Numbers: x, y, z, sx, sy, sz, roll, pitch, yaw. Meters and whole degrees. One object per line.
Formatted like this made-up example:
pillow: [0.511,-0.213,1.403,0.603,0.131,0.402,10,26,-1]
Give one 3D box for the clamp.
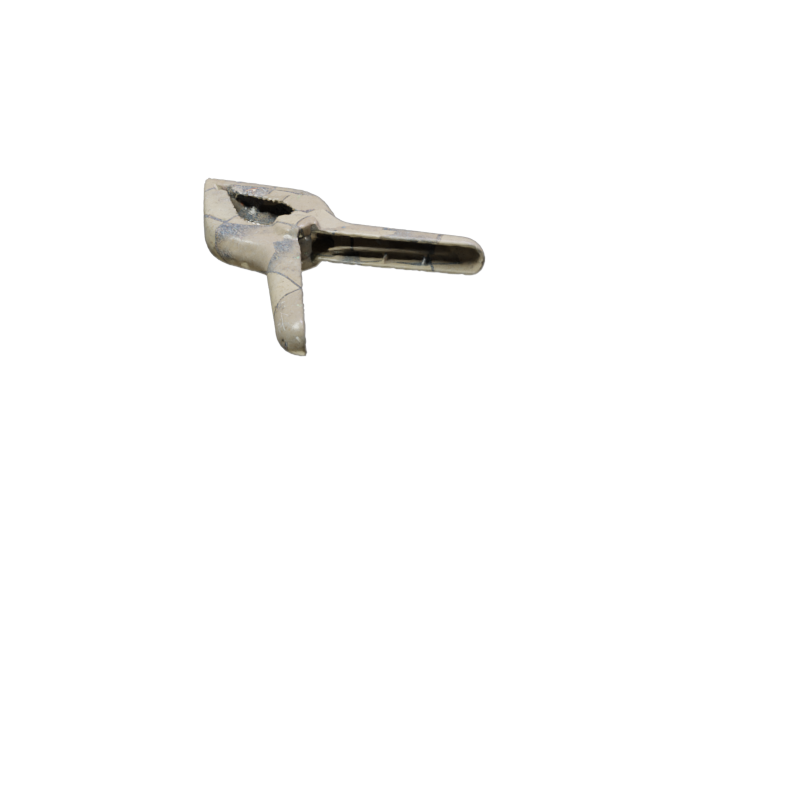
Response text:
clamp: [-0.059,-0.108,0.754,0.162,0.034,0.226,-21,39,-28]
